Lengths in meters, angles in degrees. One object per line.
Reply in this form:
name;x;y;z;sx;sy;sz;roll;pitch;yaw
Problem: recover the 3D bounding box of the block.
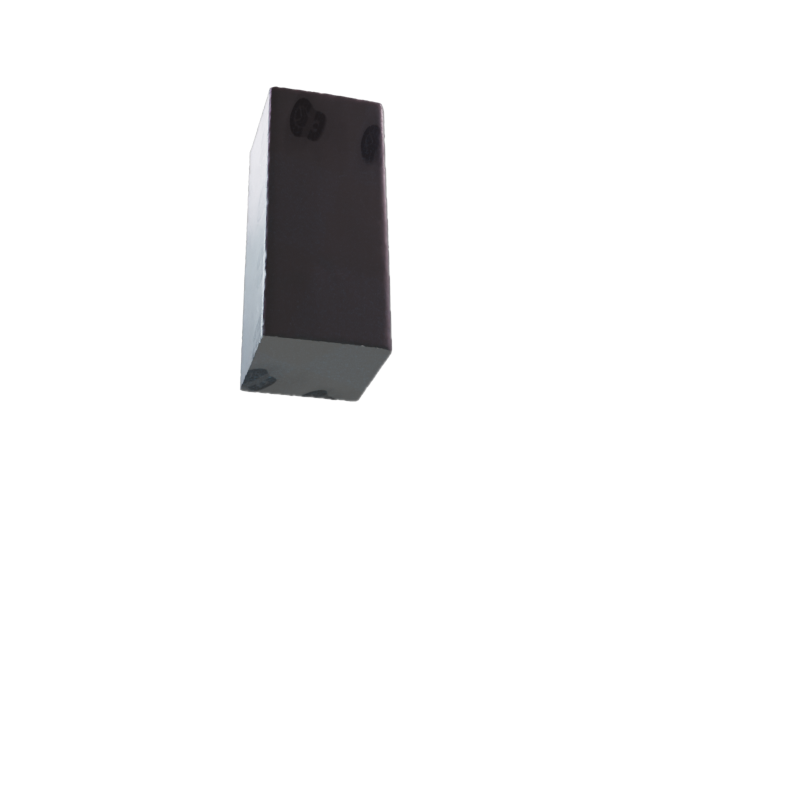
block;-0.062;-0.115;0.807;0.088;0.219;0.087;6;-30;-15
